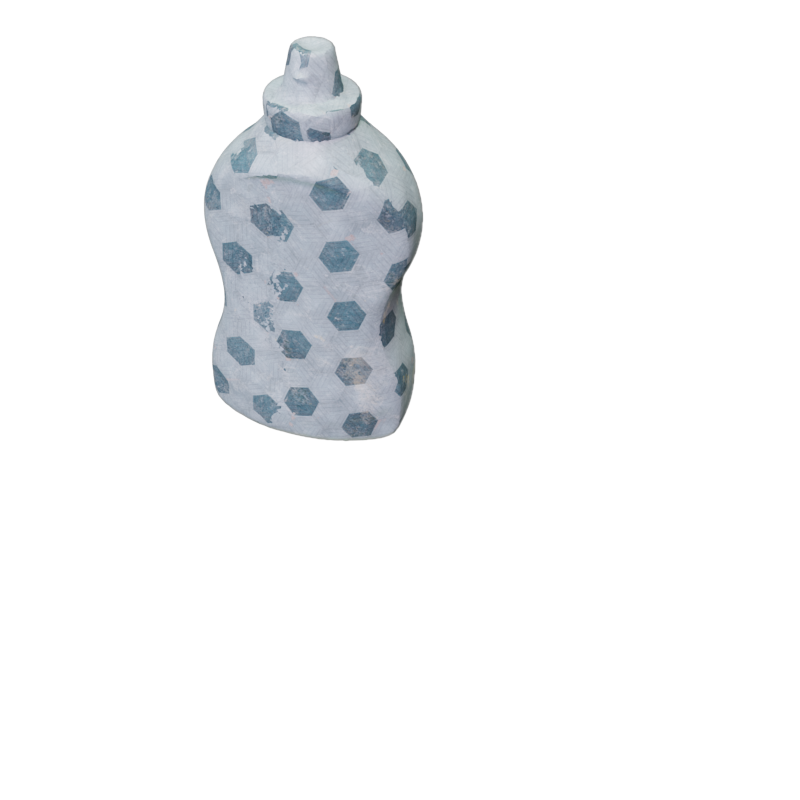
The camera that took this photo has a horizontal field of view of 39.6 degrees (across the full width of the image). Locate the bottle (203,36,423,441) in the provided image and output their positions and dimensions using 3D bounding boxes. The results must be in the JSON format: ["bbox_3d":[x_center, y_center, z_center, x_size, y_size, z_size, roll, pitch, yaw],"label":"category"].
[{"bbox_3d":[-0.039,-0.071,0.496,0.099,0.179,0.061,13,38,14],"label":"bottle"}]
